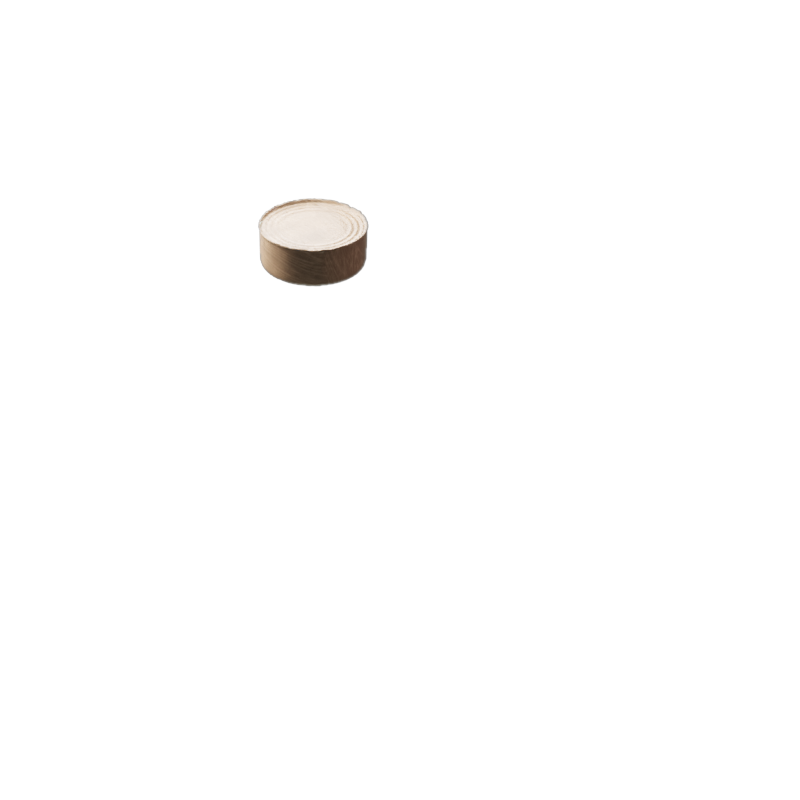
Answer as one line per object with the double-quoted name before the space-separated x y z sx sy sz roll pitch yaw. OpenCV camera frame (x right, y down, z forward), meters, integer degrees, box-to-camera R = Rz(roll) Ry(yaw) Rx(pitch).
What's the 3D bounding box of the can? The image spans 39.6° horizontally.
"can" -0.068 -0.124 0.870 0.086 0.031 0.092 -1 34 -2
